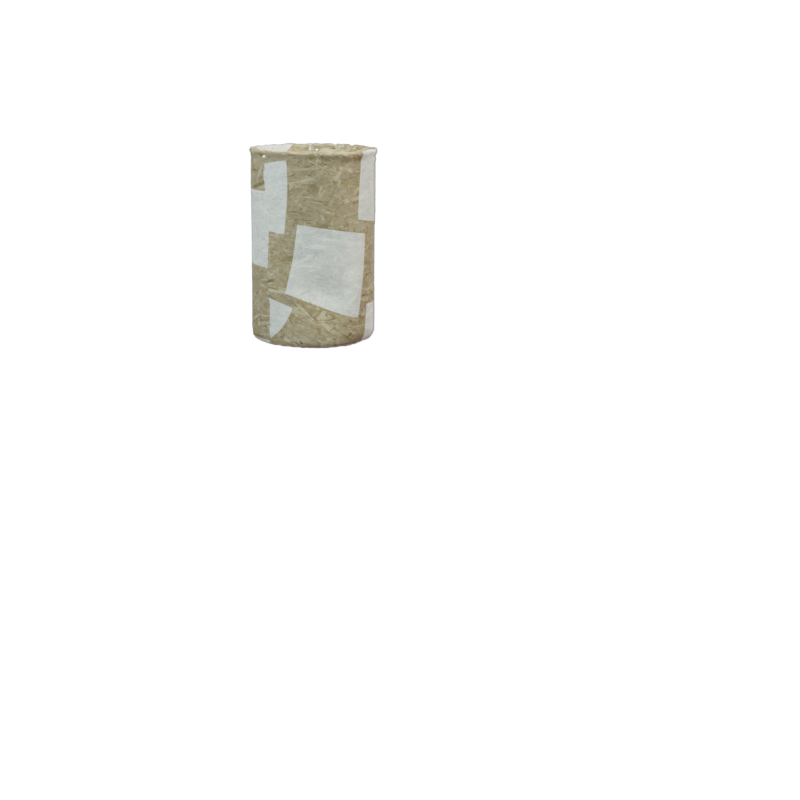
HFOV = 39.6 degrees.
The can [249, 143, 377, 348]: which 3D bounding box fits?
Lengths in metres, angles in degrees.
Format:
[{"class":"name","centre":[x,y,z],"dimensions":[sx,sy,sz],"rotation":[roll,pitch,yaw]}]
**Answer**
[{"class":"can","centre":[-0.047,-0.085,0.596],"dimensions":[0.068,0.100,0.070],"rotation":[0,12,-2]}]
